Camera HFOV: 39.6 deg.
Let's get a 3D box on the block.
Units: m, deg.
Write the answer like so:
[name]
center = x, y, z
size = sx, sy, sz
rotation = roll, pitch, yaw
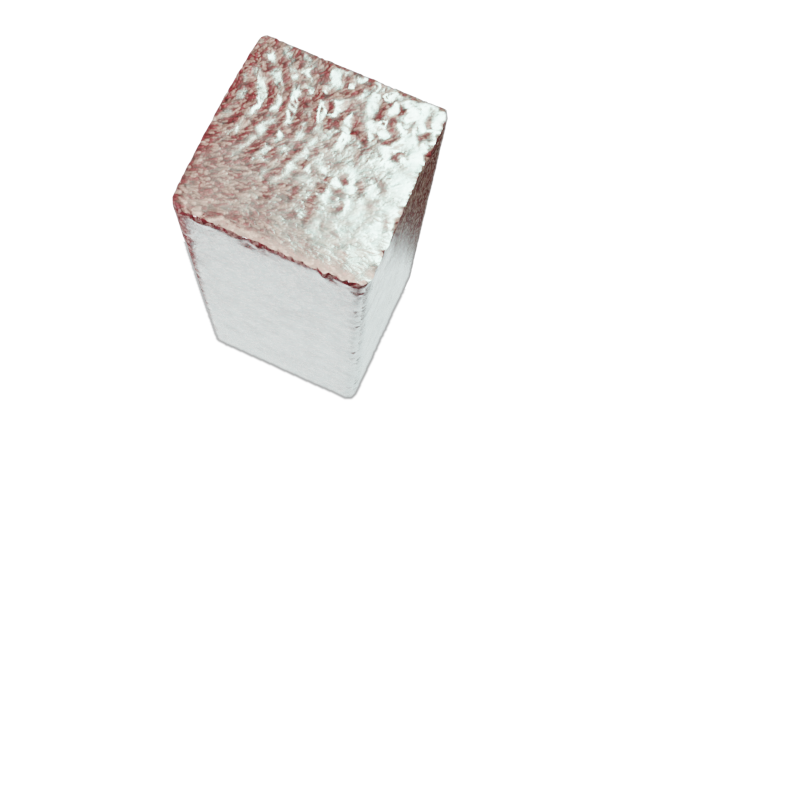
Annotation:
[block]
center = -0.044, -0.078, 0.551
size = 0.092, 0.092, 0.199
rotation = 24, -14, 3
